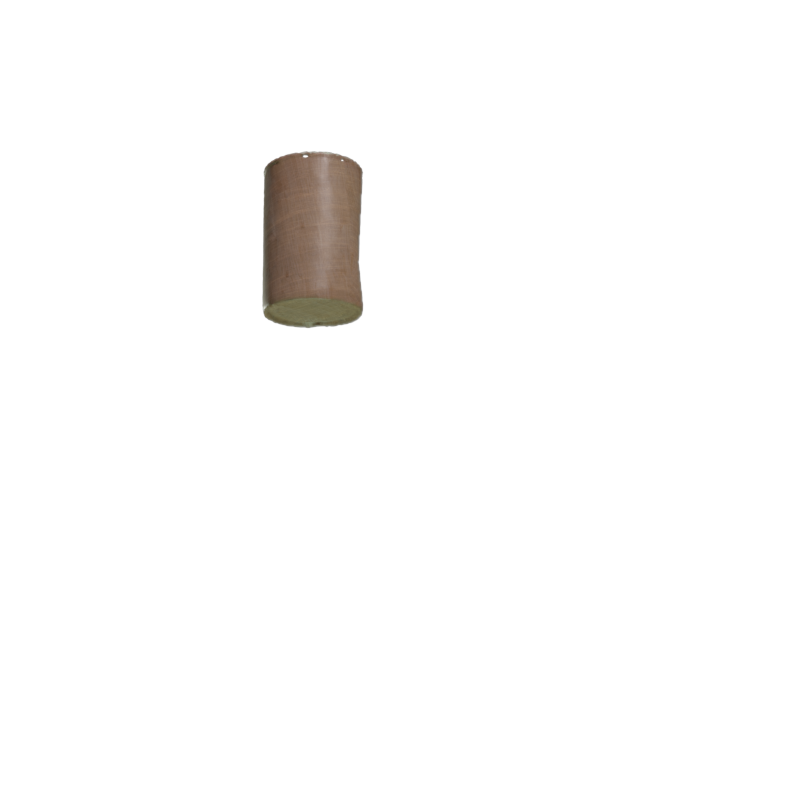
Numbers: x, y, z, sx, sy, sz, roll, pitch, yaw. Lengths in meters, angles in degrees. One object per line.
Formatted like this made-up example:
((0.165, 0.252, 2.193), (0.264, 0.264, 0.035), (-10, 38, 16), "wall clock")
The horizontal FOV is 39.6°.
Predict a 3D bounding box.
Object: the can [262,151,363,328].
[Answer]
((-0.058, -0.106, 0.741), (0.068, 0.107, 0.066), (0, -18, -2), "can")
